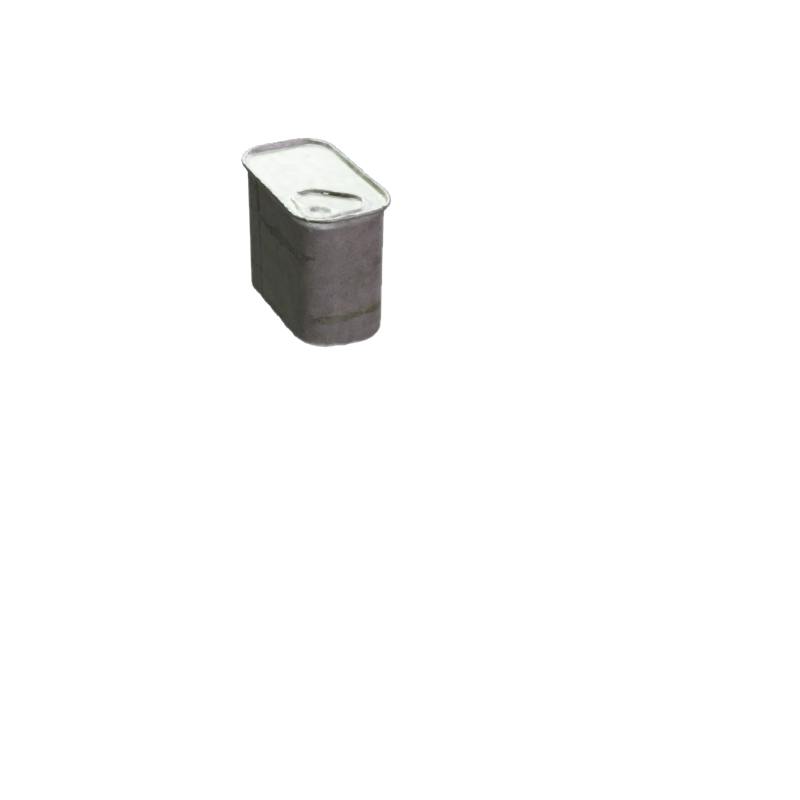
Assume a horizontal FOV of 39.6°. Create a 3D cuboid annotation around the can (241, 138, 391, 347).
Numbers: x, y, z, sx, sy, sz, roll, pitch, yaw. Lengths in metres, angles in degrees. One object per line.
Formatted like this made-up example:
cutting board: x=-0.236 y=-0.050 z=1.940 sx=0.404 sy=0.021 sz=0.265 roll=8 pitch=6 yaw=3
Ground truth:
can: x=-0.049 y=-0.090 z=0.629 sx=0.057 sy=0.079 sz=0.110 roll=-14 pitch=36 yaw=-23
